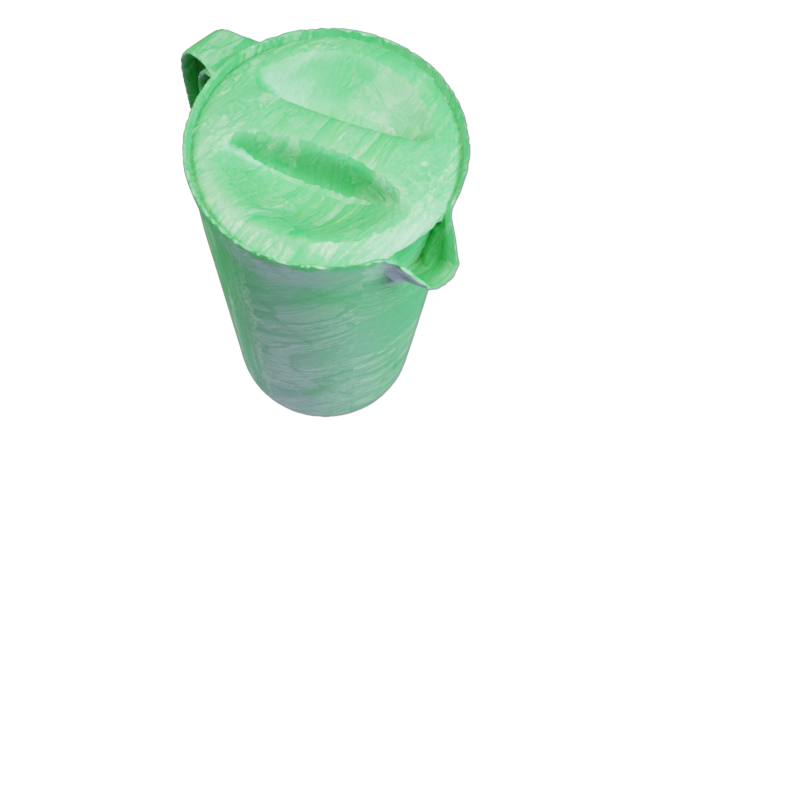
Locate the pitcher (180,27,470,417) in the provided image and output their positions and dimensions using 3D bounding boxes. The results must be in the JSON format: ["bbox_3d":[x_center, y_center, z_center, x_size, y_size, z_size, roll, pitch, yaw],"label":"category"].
[{"bbox_3d":[-0.048,-0.088,0.614,0.145,0.158,0.230,3,-23,-2],"label":"pitcher"}]
